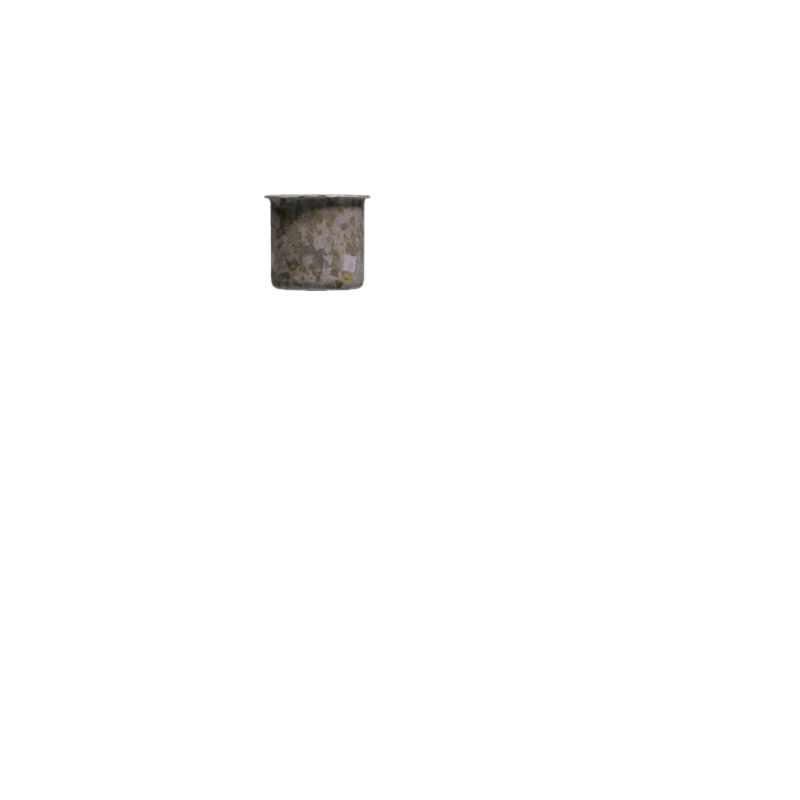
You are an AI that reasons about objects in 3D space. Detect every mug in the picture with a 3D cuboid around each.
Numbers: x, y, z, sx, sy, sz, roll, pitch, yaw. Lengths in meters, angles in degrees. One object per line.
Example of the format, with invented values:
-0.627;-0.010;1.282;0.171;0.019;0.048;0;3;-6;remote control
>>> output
-0.076;-0.139;0.976;0.091;0.081;0.121;-2;7;-21;mug
